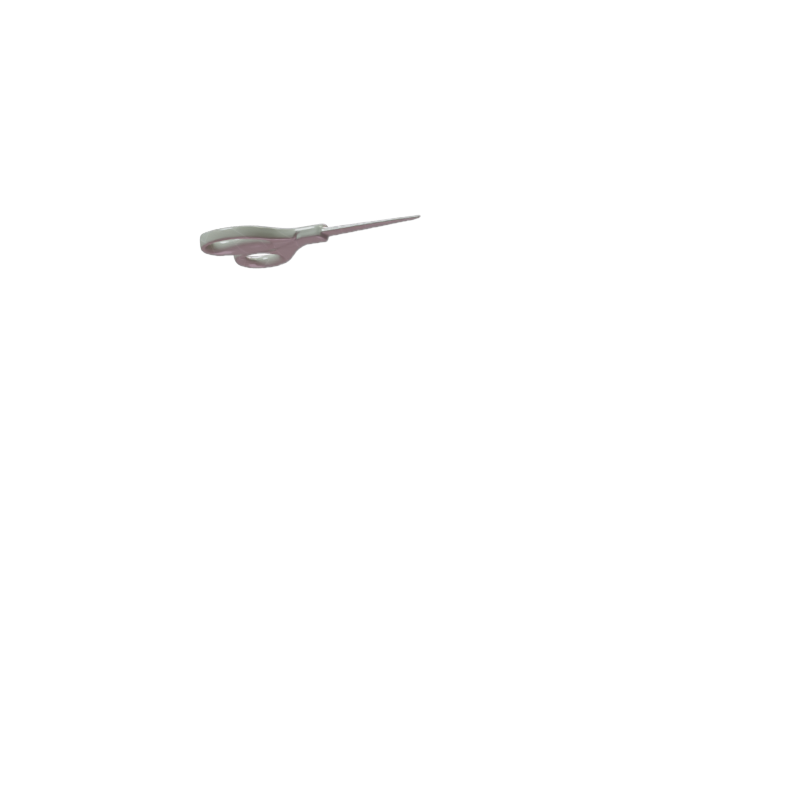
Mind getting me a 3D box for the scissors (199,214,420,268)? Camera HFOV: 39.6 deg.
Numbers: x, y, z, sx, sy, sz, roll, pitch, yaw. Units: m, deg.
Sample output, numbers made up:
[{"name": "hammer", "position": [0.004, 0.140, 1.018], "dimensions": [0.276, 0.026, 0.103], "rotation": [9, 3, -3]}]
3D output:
[{"name": "scissors", "position": [-0.078, -0.142, 0.994], "dimensions": [0.204, 0.016, 0.092], "rotation": [-2, -12, 10]}]
